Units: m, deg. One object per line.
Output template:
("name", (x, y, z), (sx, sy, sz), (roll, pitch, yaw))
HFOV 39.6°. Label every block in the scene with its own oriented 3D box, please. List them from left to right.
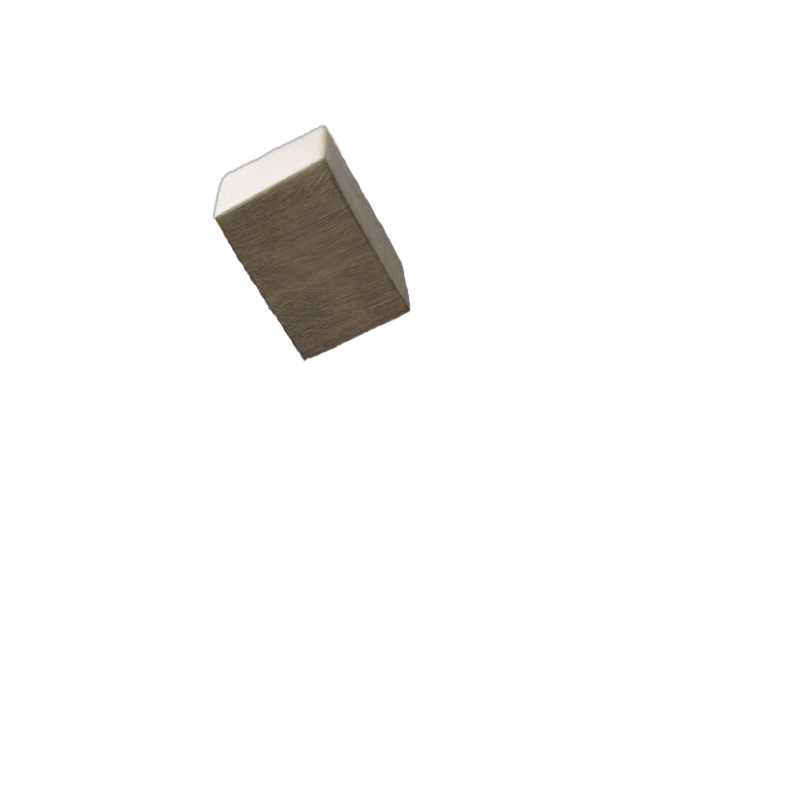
("block", (-0.037, -0.067, 0.471), (0.053, 0.074, 0.054), (-26, 24, 10))
